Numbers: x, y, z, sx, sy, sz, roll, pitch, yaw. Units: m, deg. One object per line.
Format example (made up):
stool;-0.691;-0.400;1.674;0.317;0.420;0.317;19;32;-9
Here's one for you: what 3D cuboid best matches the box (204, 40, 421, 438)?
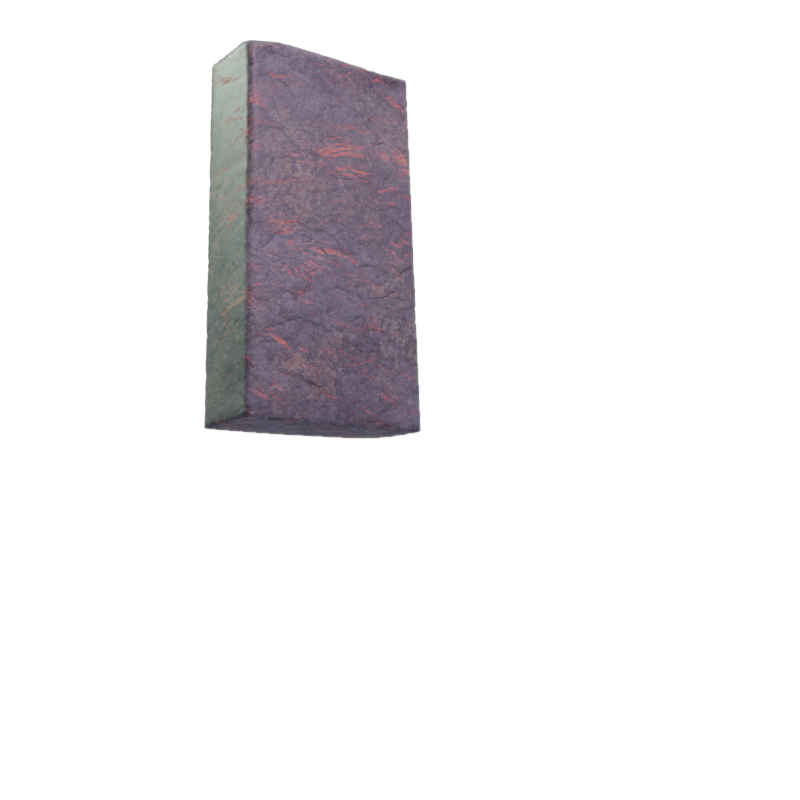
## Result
box;-0.040;-0.073;0.514;0.089;0.183;0.048;8;-18;-33
